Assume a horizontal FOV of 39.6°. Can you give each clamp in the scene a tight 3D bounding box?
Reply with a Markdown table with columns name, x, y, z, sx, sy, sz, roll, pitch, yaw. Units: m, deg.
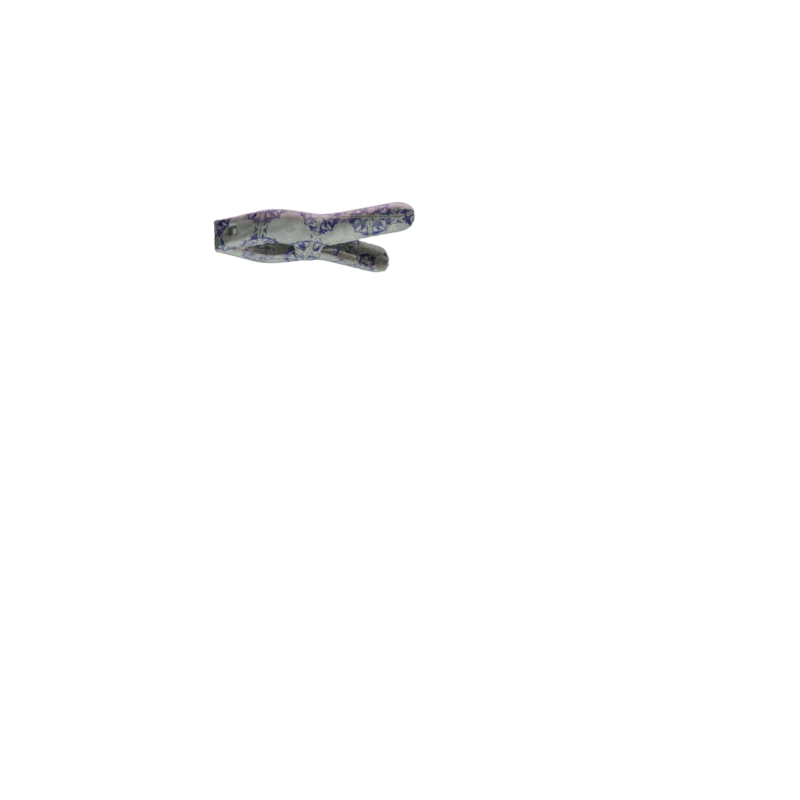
| name | x | y | z | sx | sy | sz | roll | pitch | yaw |
| --- | --- | --- | --- | --- | --- | --- | --- | --- | --- |
| clamp | -0.076 | -0.139 | 0.977 | 0.171 | 0.041 | 0.114 | 0 | -22 | -1 |
